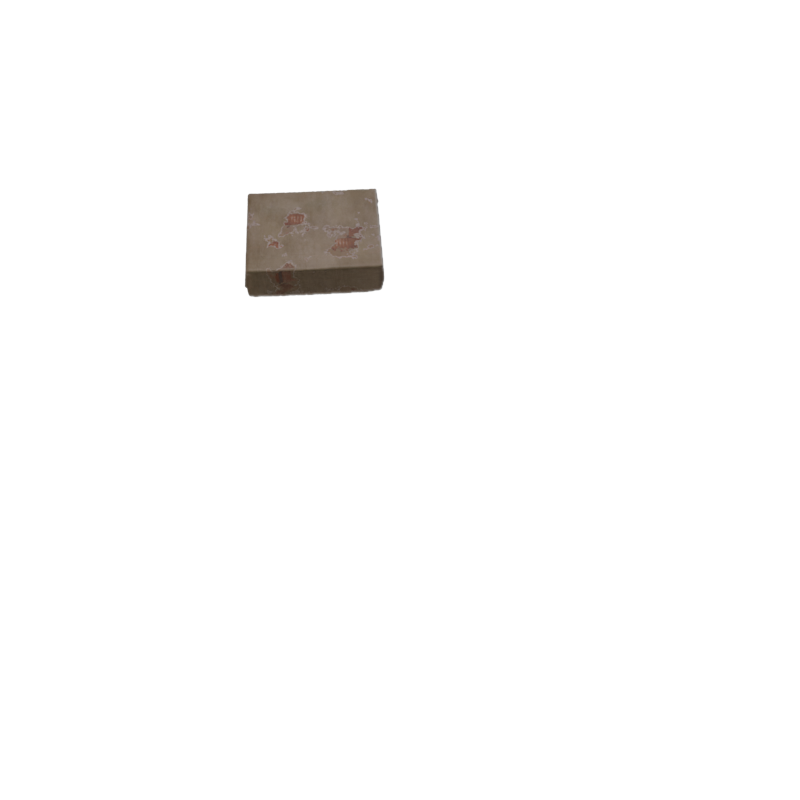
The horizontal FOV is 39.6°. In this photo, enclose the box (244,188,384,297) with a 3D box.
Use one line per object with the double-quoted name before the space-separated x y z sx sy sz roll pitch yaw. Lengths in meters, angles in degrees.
"box" -0.072 -0.132 0.923 0.113 0.096 0.036 -2 -39 -2
